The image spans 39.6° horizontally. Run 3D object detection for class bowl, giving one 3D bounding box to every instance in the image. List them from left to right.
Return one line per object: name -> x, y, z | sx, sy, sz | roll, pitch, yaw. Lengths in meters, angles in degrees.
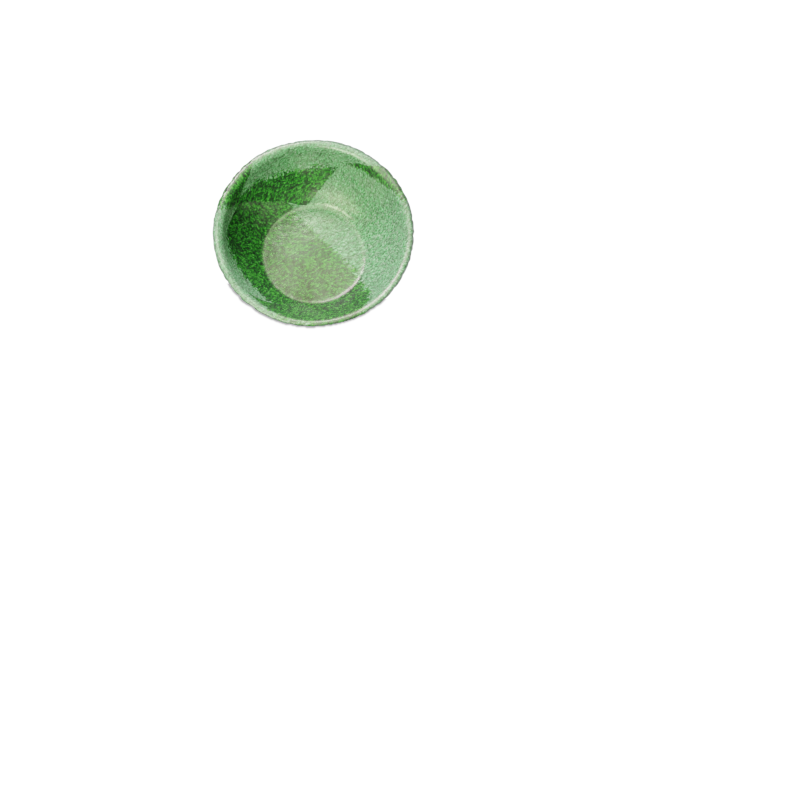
bowl -> -0.072, -0.130, 0.913 | 0.162, 0.170, 0.053 | -1, -20, -1
